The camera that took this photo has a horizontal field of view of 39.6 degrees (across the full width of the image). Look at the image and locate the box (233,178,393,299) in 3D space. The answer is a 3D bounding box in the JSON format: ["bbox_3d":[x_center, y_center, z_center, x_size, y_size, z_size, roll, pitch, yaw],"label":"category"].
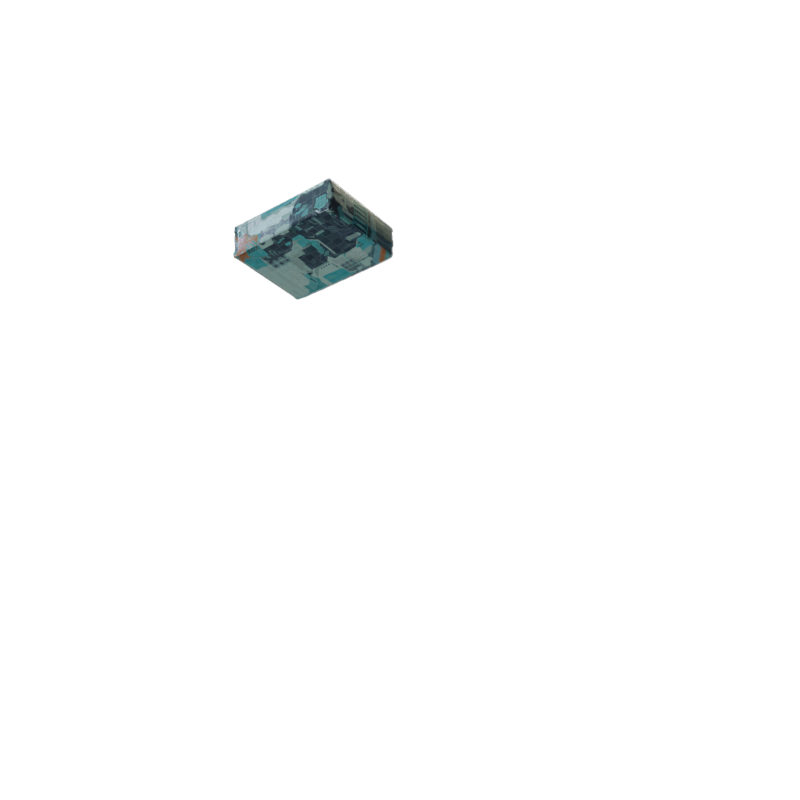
[{"bbox_3d":[-0.076,-0.139,0.974,0.114,0.042,0.083,-23,-40,30],"label":"box"}]
